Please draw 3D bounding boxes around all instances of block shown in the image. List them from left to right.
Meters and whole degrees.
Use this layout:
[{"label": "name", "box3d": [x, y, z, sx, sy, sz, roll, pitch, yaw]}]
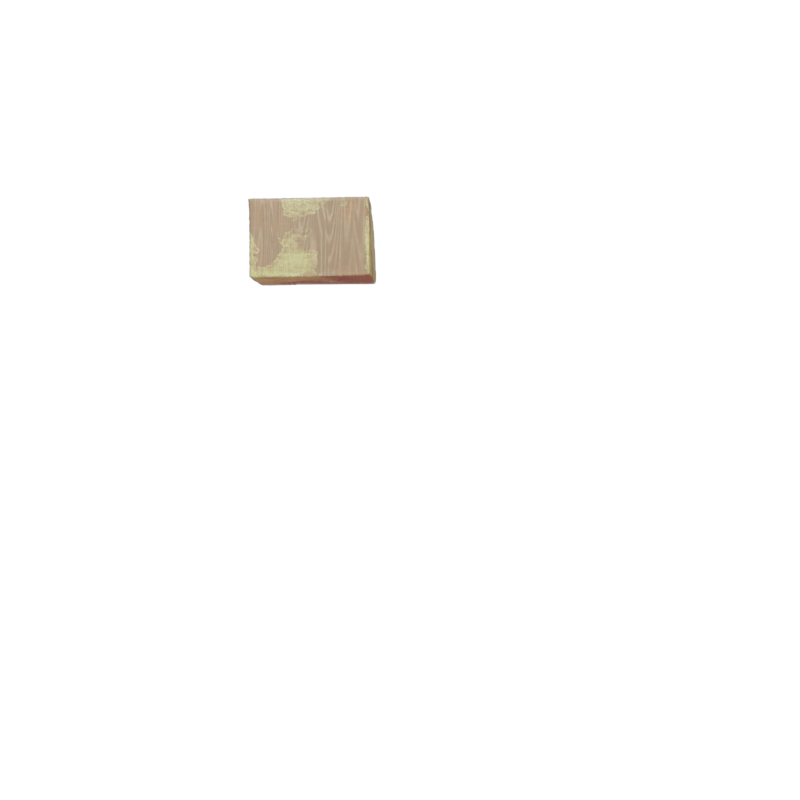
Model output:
[{"label": "block", "box3d": [-0.056, -0.101, 0.710, 0.078, 0.052, 0.052, 0, -4, 4]}]
